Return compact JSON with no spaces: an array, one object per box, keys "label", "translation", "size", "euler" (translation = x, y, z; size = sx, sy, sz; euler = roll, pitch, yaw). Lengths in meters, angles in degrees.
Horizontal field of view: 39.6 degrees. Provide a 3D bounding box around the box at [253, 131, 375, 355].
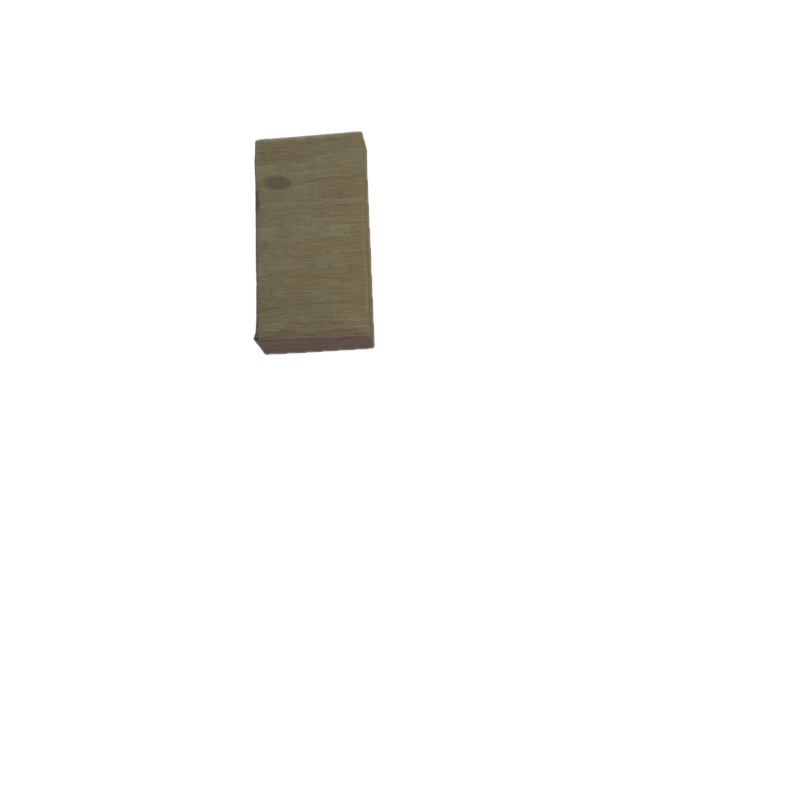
[{"label":"box","translation":[-0.070,-0.129,0.901],"size":[0.094,0.185,0.045],"euler":[-4,-22,6]}]
